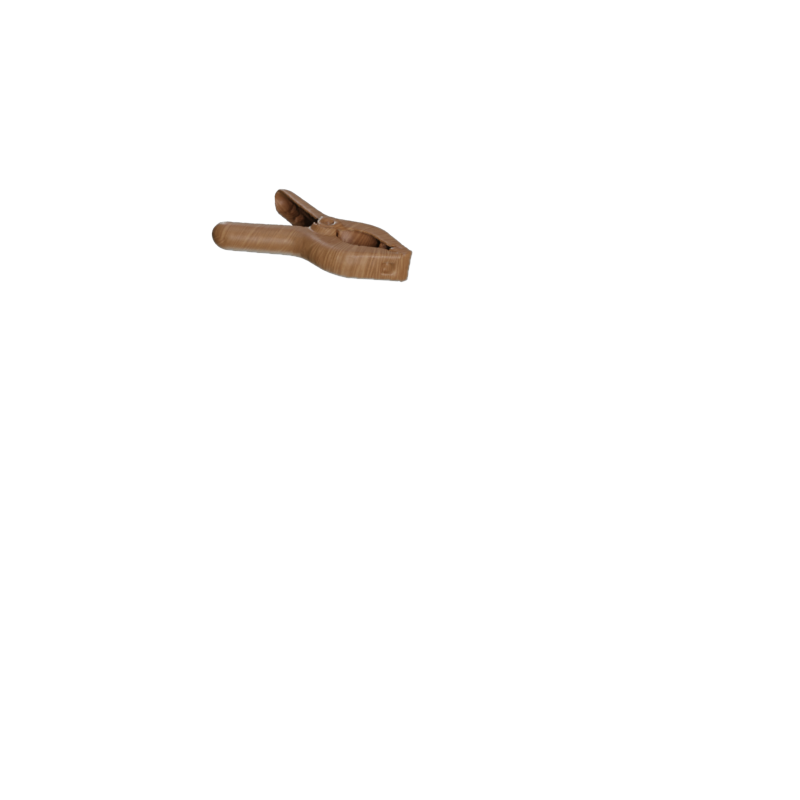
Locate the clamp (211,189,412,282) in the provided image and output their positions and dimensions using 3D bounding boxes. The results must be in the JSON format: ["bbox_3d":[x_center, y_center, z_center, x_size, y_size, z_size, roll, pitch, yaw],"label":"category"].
[{"bbox_3d":[-0.076,-0.139,0.971,0.181,0.037,0.121,23,40,30],"label":"clamp"}]
